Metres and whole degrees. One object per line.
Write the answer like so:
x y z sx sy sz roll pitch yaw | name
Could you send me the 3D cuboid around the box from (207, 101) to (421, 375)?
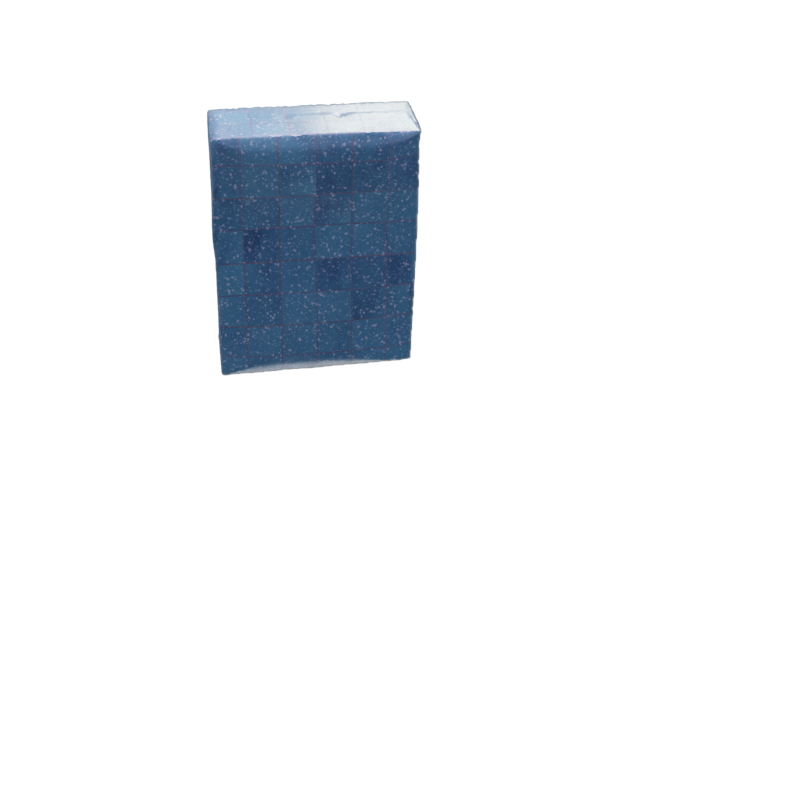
-0.071 -0.129 0.902 0.163 0.201 0.077 -3 31 -8 | box
